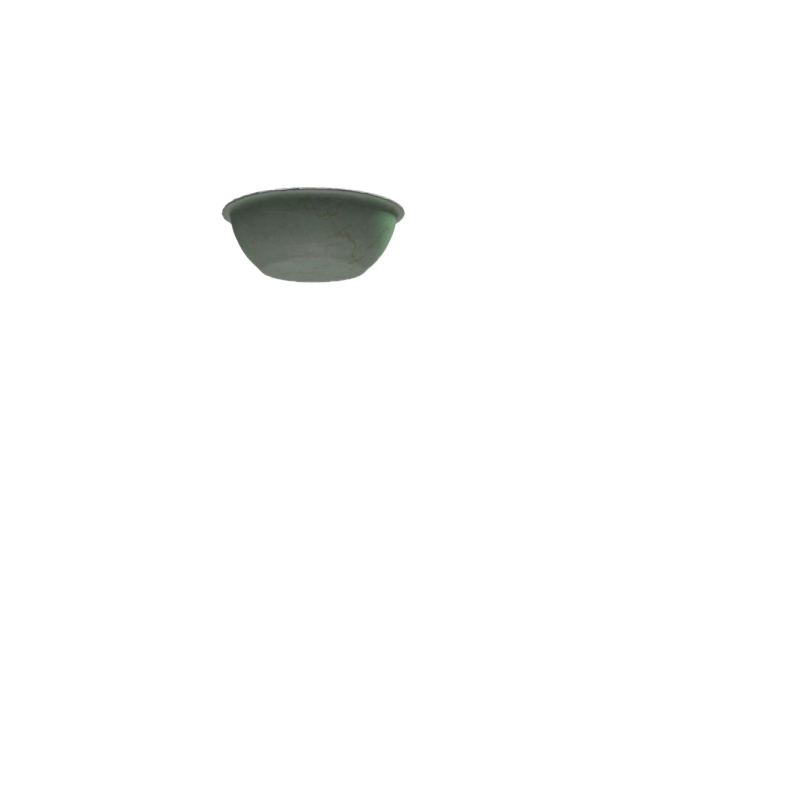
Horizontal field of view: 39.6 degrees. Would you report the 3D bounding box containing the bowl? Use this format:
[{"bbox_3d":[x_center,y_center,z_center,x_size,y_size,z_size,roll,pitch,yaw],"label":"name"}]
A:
[{"bbox_3d":[-0.076,-0.139,0.974,0.162,0.057,0.158,0,-7,-2],"label":"bowl"}]
